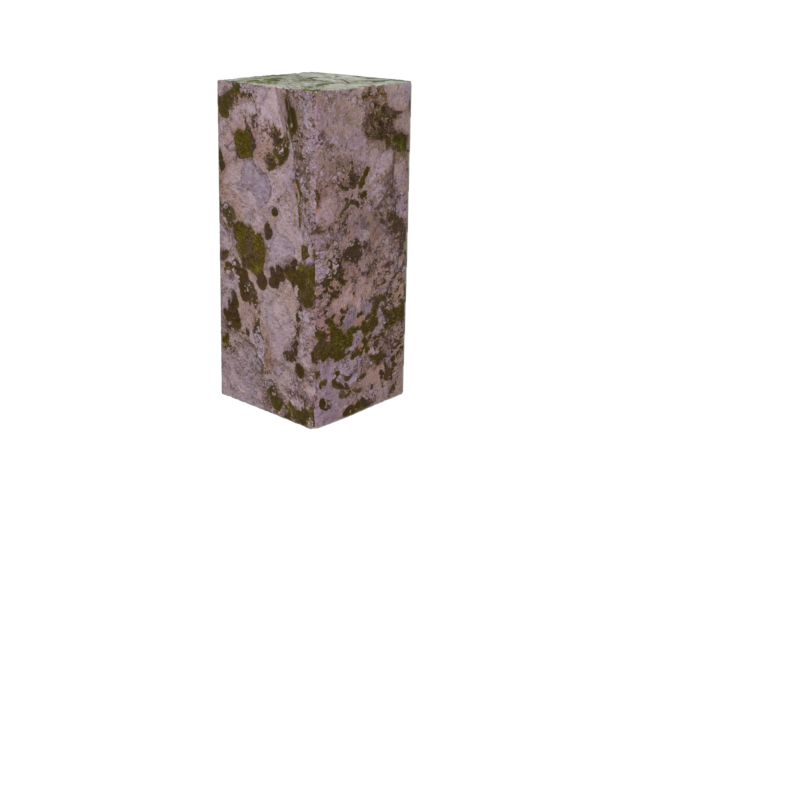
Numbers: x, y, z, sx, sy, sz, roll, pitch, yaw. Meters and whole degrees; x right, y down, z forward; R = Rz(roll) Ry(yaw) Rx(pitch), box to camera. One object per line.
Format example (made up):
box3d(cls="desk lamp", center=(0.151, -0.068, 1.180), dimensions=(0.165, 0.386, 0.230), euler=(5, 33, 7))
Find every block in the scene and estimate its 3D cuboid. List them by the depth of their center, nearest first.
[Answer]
box3d(cls="block", center=(-0.055, -0.101, 0.709), dimensions=(0.096, 0.199, 0.088), euler=(14, 20, 40))
